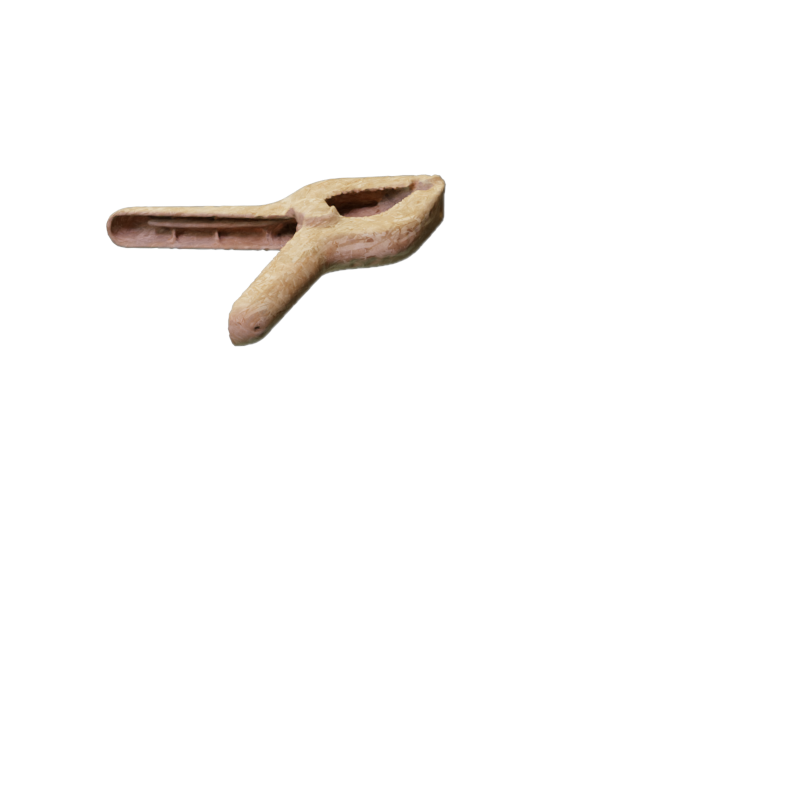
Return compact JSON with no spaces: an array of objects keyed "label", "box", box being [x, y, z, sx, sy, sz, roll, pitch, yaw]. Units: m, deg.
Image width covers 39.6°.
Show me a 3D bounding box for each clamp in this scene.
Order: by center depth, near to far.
[{"label":"clamp","box":[-0.052,-0.095,0.664,0.207,0.034,0.177,-16,36,-24]}]
